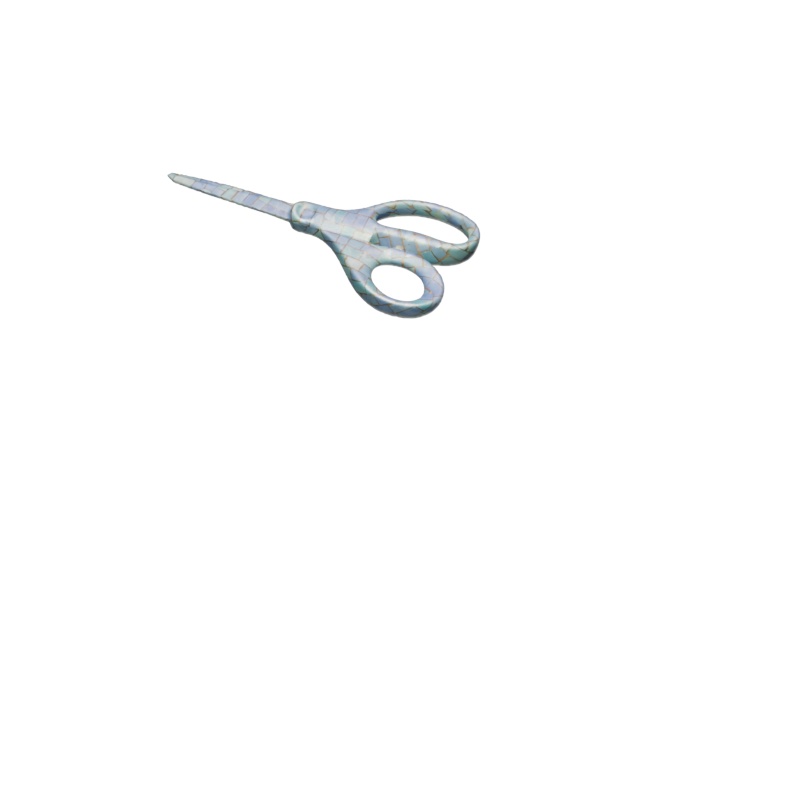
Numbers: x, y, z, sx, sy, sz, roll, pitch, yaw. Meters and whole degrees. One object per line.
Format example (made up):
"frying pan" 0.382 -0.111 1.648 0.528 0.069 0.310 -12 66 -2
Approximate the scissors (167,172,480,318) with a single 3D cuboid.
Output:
"scissors" -0.053 -0.097 0.680 0.203 0.102 0.015 6 -39 4
